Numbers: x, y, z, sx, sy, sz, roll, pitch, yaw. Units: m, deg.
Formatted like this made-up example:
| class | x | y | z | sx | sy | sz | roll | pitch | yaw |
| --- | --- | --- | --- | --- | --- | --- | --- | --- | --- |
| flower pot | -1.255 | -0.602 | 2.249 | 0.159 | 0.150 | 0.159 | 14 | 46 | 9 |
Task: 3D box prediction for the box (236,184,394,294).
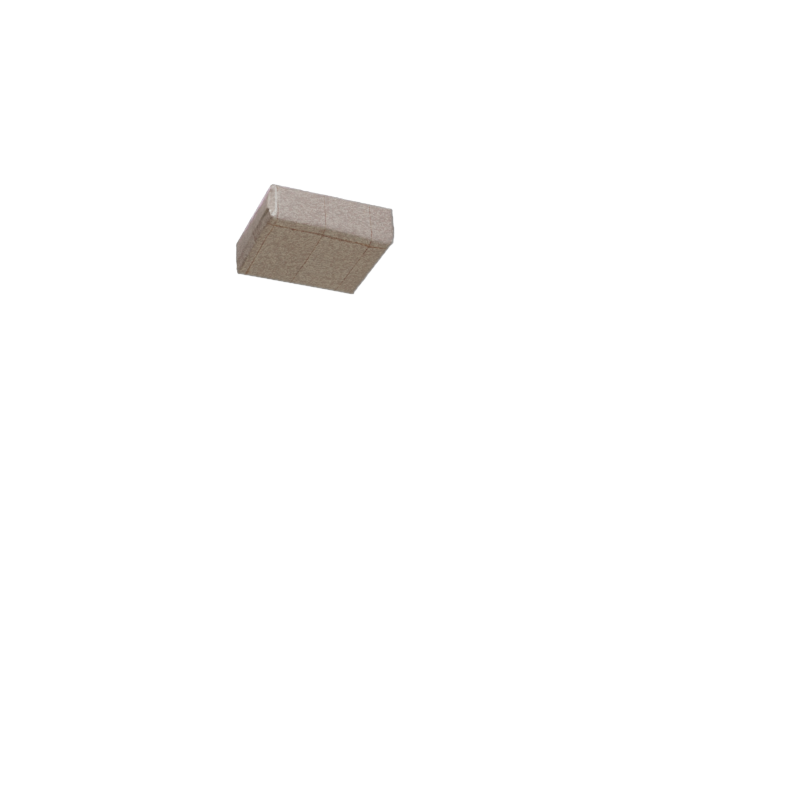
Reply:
| class | x | y | z | sx | sy | sz | roll | pitch | yaw |
| --- | --- | --- | --- | --- | --- | --- | --- | --- | --- |
| box | -0.074 | -0.134 | 0.941 | 0.110 | 0.041 | 0.087 | 11 | -31 | -20 |
